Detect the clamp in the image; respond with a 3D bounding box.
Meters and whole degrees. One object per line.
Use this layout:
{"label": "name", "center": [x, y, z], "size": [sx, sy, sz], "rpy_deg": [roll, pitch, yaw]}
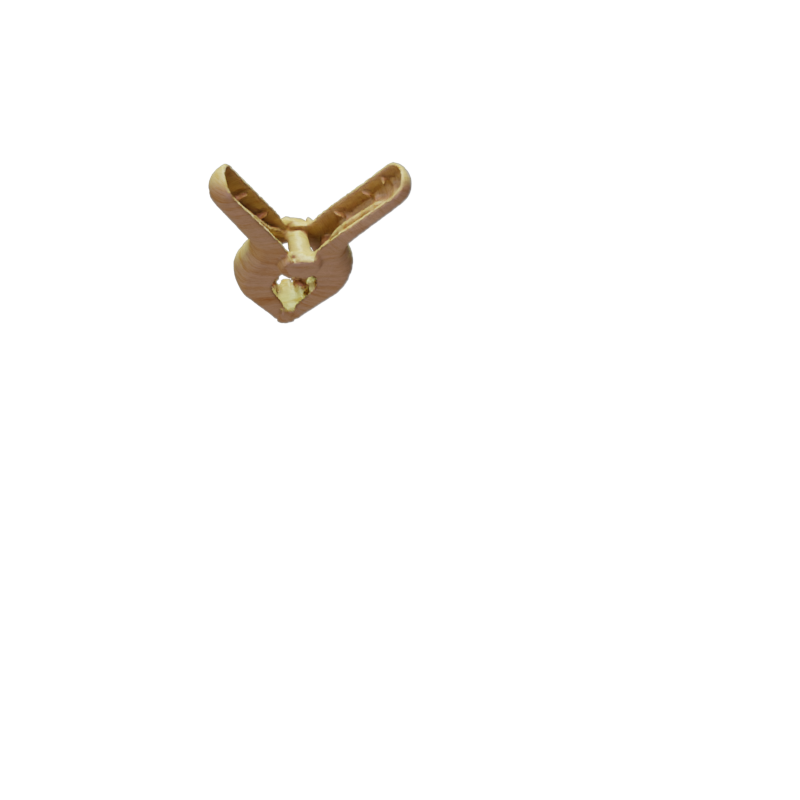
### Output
{"label": "clamp", "center": [-0.056, -0.102, 0.713], "size": [0.120, 0.041, 0.162], "rpy_deg": [0, -22, -2]}
